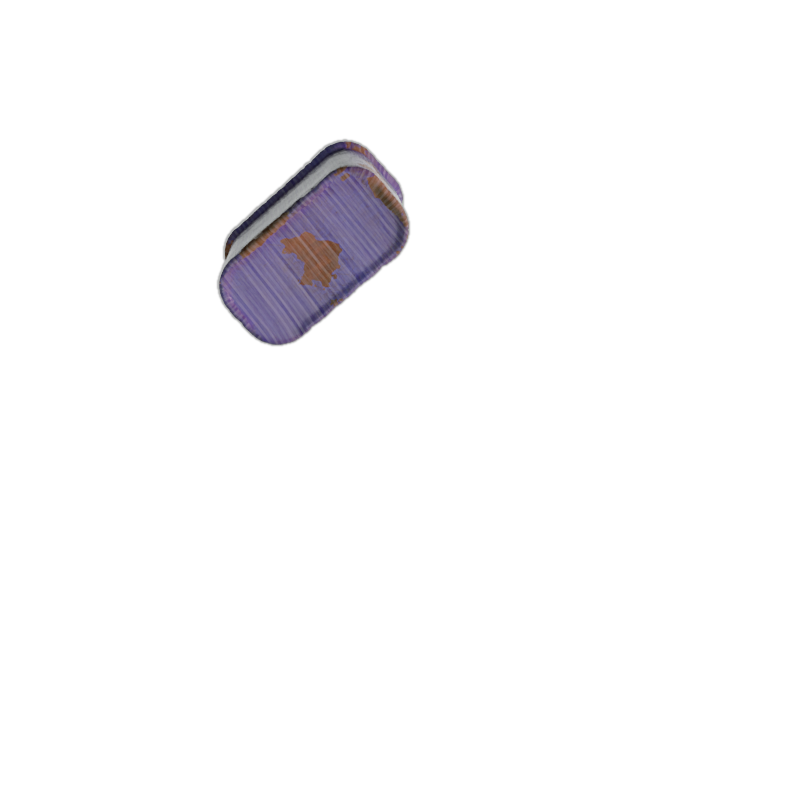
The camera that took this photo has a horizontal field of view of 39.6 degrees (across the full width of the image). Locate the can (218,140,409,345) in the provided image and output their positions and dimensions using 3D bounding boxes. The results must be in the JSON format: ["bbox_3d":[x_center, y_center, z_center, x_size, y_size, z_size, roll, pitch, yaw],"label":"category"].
[{"bbox_3d":[-0.044,-0.081,0.566,0.101,0.056,0.087,-41,14,8],"label":"can"}]
